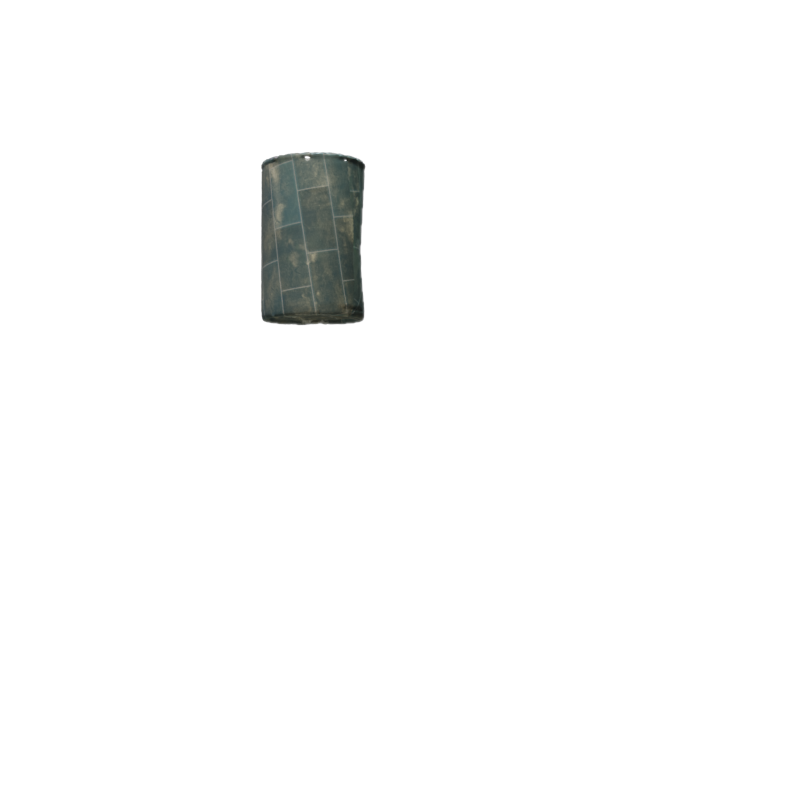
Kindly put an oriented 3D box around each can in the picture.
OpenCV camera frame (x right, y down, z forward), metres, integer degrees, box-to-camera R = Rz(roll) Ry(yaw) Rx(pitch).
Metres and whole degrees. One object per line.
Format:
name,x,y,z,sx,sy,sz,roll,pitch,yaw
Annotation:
can,-0.056,-0.102,0.714,0.068,0.104,0.067,0,-7,-2
